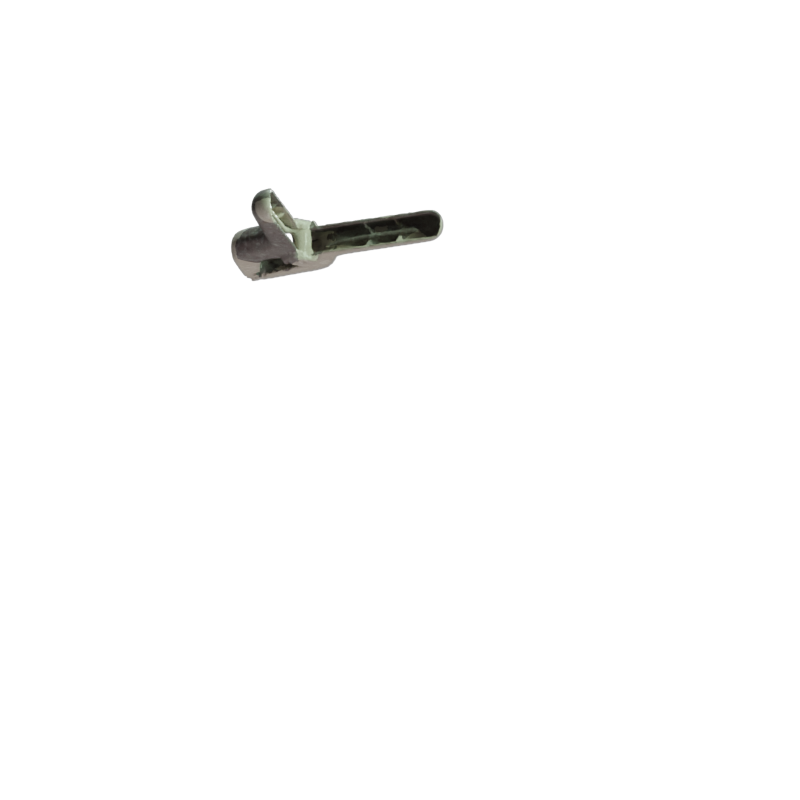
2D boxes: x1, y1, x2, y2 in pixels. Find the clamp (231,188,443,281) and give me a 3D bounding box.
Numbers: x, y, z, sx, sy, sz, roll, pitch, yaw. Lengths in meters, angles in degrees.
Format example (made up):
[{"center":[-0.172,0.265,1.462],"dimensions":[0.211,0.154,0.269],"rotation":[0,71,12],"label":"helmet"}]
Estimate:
[{"center":[-0.073,-0.134,0.937],"dimensions":[0.160,0.037,0.211],"rotation":[3,-8,-23],"label":"clamp"}]
